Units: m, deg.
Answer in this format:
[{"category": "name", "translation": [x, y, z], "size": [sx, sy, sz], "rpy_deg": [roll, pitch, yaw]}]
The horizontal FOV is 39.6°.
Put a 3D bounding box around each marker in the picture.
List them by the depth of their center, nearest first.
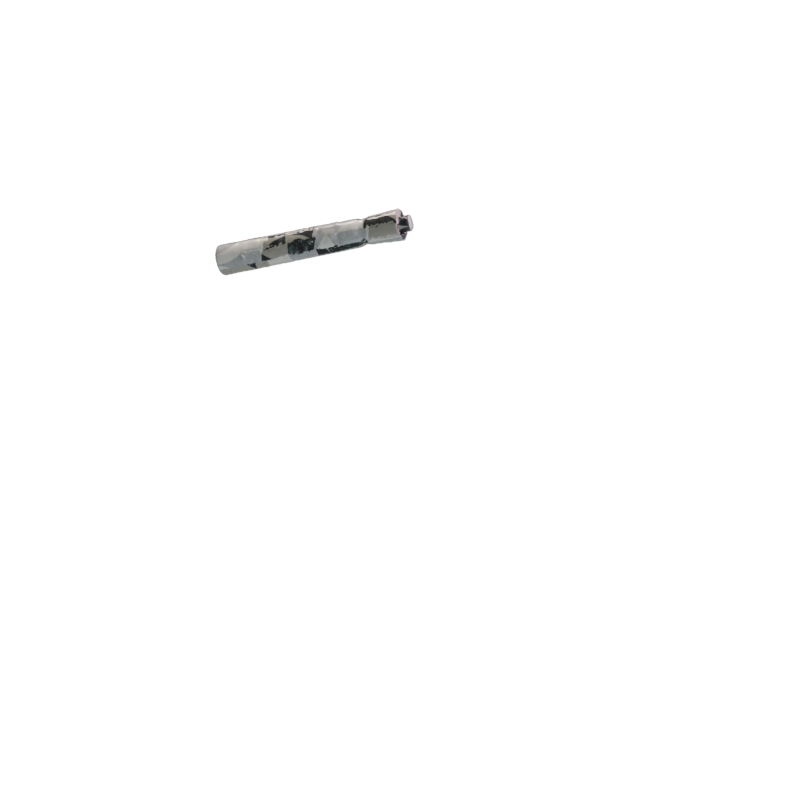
[{"category": "marker", "translation": [-0.051, -0.093, 0.650], "size": [0.123, 0.020, 0.019], "rpy_deg": [-8, 1, 20]}]
